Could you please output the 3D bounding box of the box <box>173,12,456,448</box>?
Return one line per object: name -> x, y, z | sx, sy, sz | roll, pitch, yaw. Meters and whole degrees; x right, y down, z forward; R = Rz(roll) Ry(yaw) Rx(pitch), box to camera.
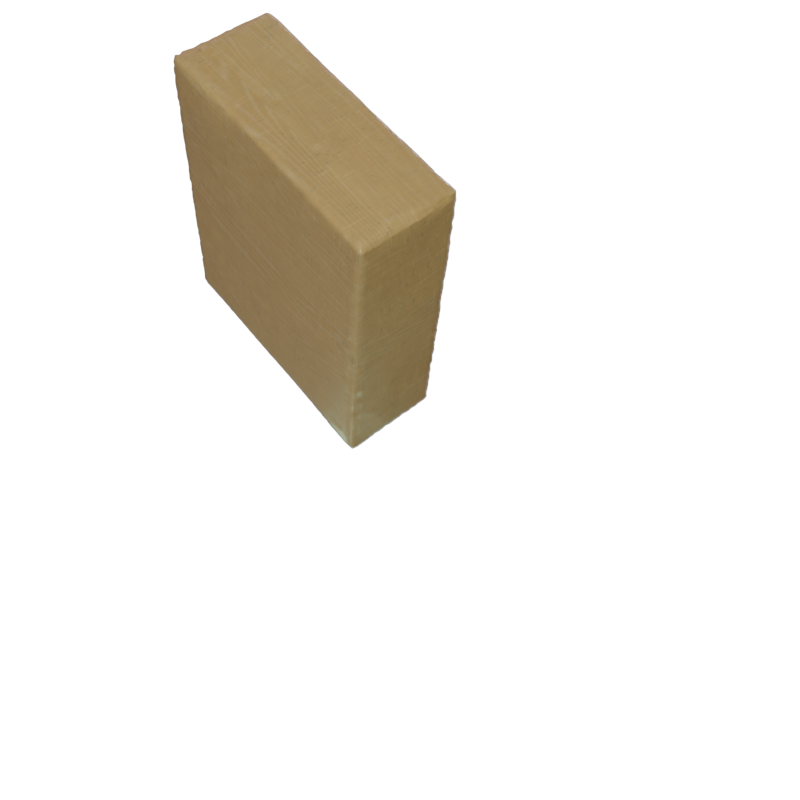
box -> -0.051, -0.092, 0.645 | 0.072, 0.175, 0.200 | -32, -25, -21
